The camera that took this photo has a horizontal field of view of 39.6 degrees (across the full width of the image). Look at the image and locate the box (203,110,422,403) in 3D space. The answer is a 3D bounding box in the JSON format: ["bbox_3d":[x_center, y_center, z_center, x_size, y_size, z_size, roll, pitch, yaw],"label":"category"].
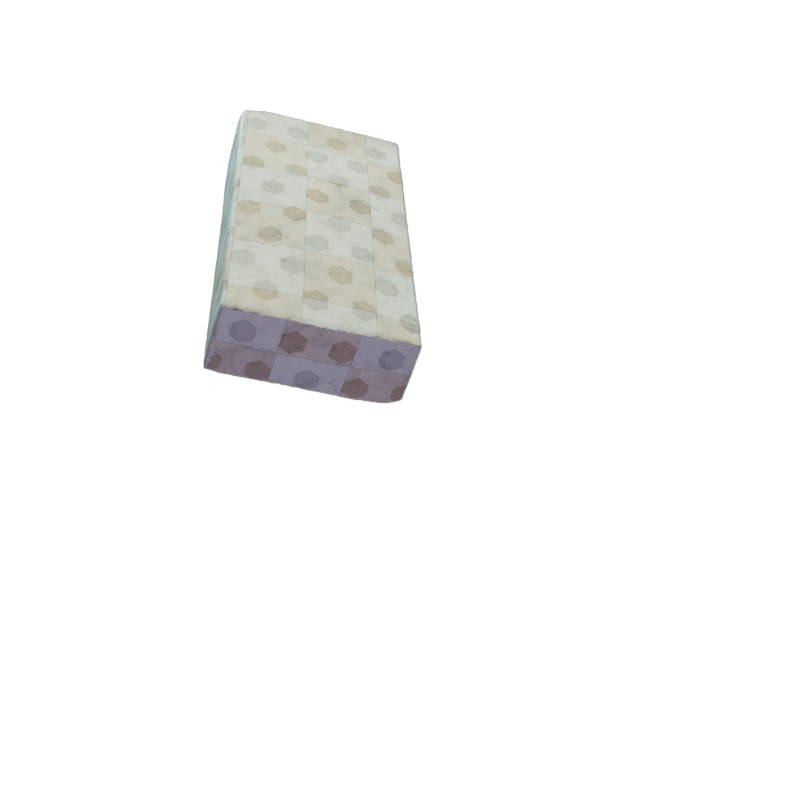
[{"bbox_3d":[-0.044,-0.080,0.556,0.091,0.046,0.189,10,41,-12],"label":"box"}]
